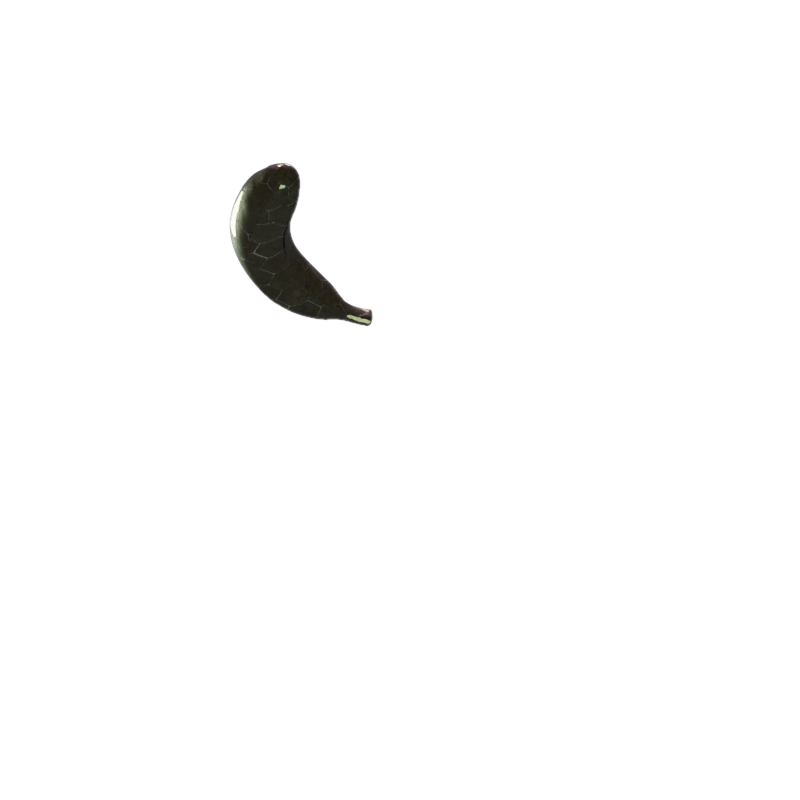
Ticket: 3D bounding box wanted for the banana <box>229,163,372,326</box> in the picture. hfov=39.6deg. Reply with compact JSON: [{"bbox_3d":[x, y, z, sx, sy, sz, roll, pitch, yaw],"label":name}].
[{"bbox_3d":[-0.072,-0.097,0.706,0.070,0.039,0.185,-6,-22,12],"label":"banana"}]
